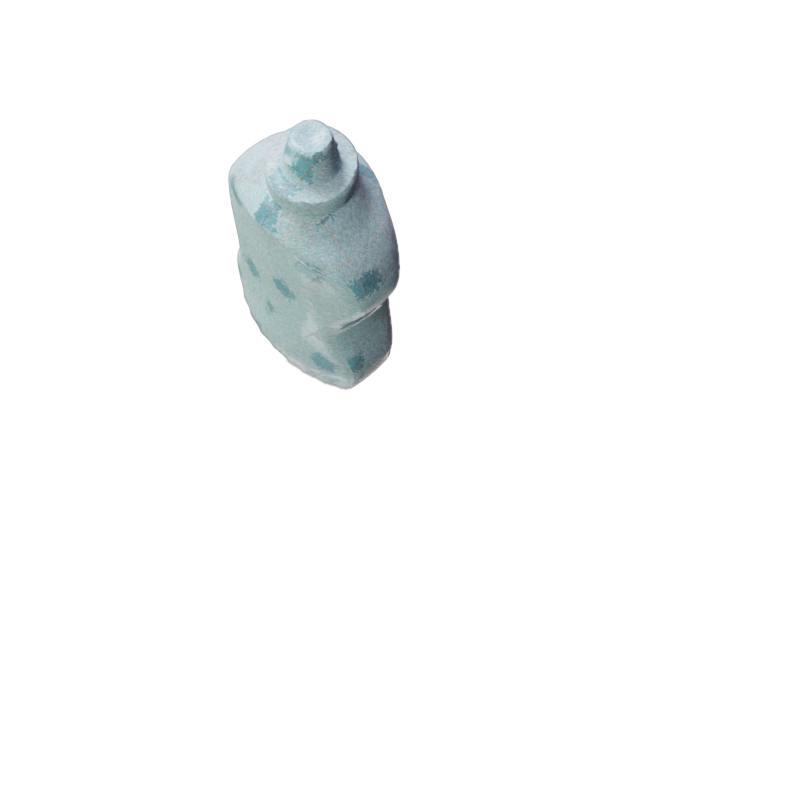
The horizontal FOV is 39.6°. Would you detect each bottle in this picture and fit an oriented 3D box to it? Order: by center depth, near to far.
[{"bbox_3d":[-0.043,-0.077,0.539,0.059,0.101,0.182,-37,-15,-16],"label":"bottle"}]
